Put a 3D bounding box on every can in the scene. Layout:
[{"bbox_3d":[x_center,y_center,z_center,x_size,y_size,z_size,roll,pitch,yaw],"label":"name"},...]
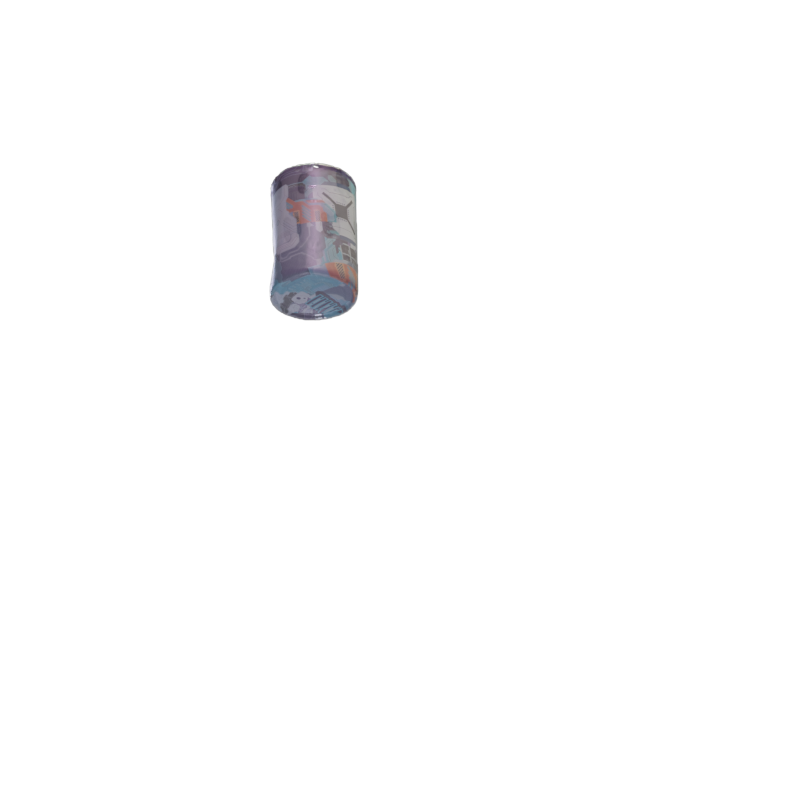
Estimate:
[{"bbox_3d":[-0.066,-0.121,0.847,0.068,0.109,0.064,-1,-32,-2],"label":"can"}]
